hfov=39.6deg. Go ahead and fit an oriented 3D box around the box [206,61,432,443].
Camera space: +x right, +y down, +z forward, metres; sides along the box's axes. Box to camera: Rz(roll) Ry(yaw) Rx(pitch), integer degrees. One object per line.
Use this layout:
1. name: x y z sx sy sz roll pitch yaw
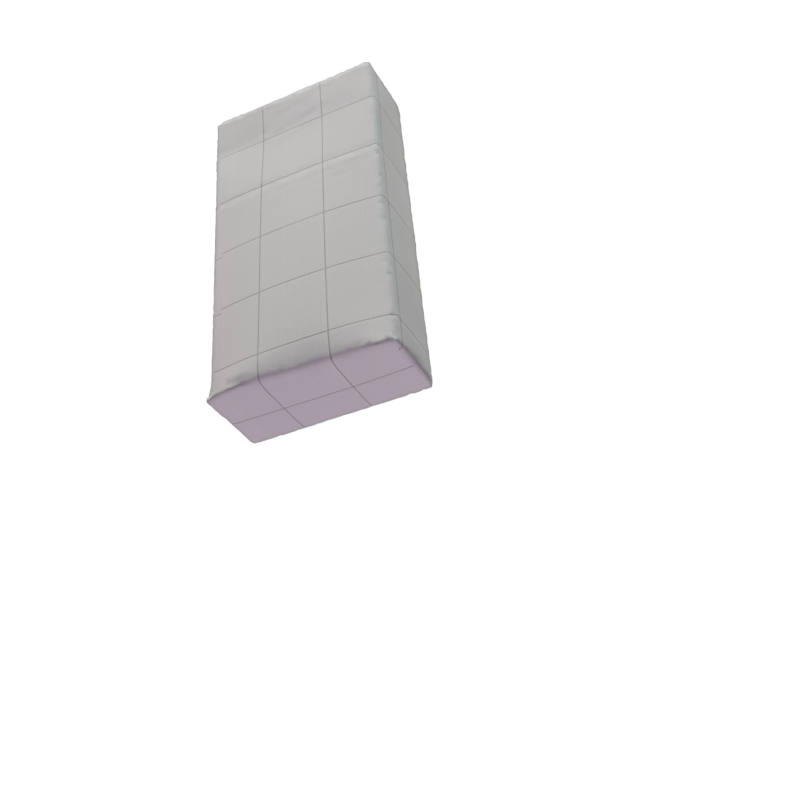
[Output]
1. box: -0.041 -0.075 0.528 0.094 0.189 0.044 -19 -42 19
